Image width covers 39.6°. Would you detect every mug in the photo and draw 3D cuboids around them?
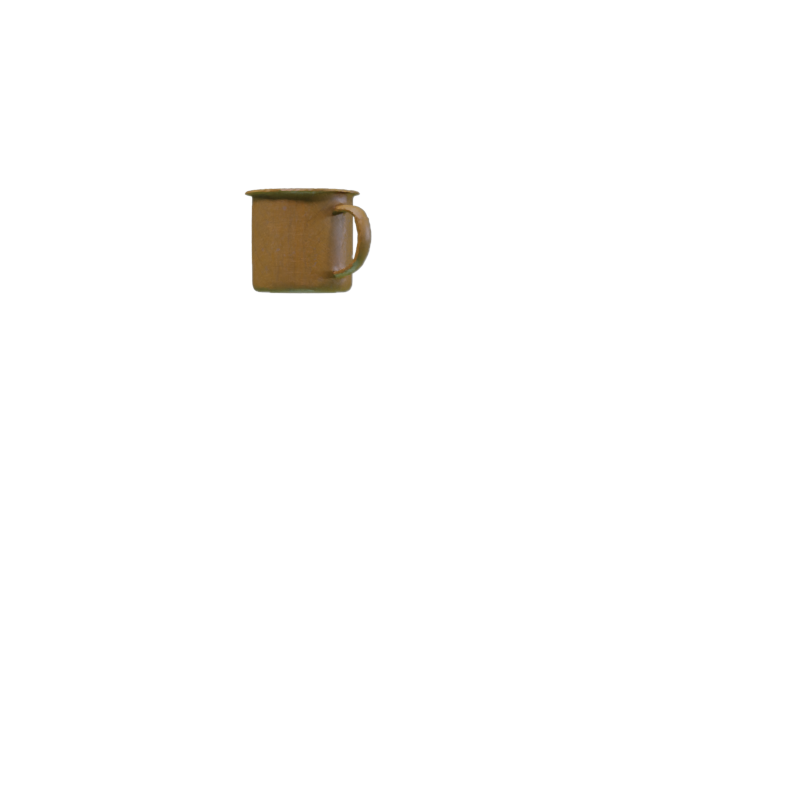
[{"bbox_3d":[-0.070,-0.127,0.889,0.122,0.081,0.090,4,5,39],"label":"mug"}]
